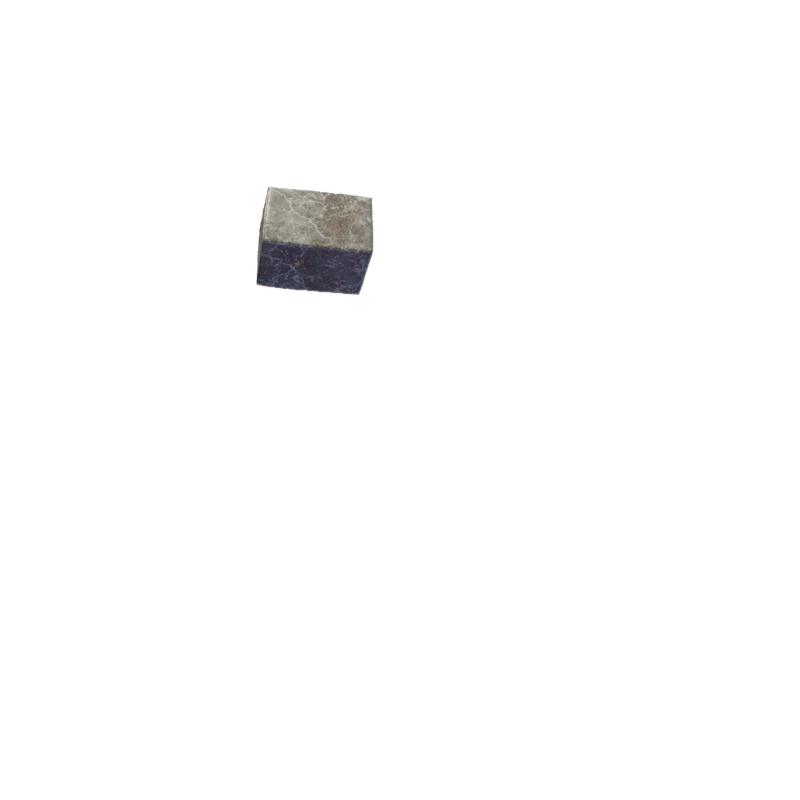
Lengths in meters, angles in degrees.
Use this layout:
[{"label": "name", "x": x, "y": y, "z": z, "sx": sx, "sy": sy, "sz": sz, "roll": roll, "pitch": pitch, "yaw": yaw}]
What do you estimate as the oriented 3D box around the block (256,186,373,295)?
[{"label": "block", "x": -0.062, "y": -0.113, "z": 0.789, "sx": 0.077, "sy": 0.055, "sz": 0.050, "roll": 5, "pitch": -36, "yaw": -9}]
